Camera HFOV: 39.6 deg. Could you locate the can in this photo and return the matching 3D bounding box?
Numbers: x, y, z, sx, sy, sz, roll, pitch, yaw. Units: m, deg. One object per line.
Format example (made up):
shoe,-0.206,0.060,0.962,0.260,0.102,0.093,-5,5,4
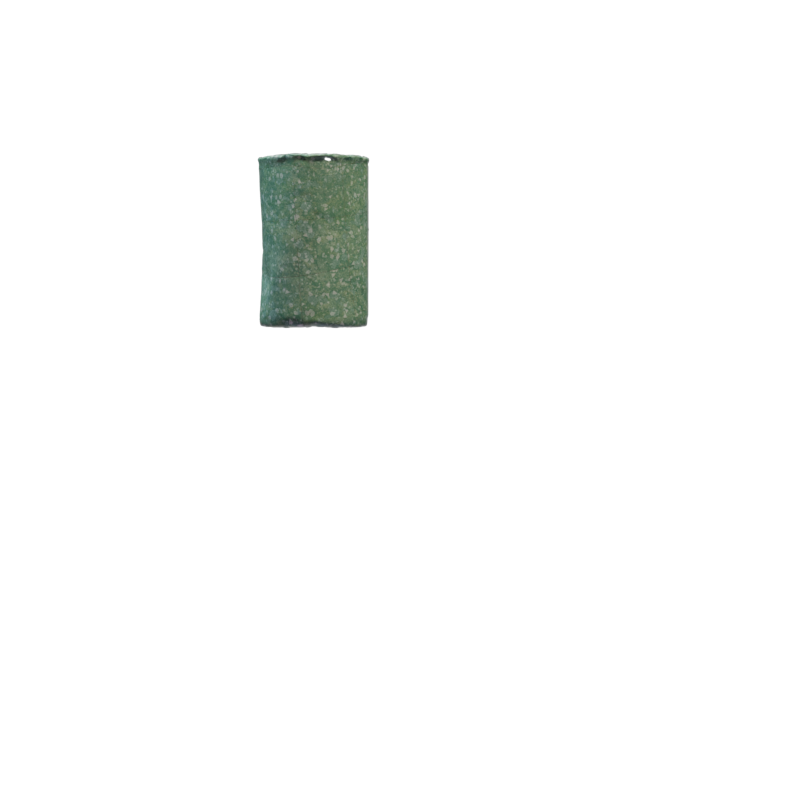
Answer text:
can,-0.053,-0.096,0.673,0.068,0.102,0.069,0,1,-2
